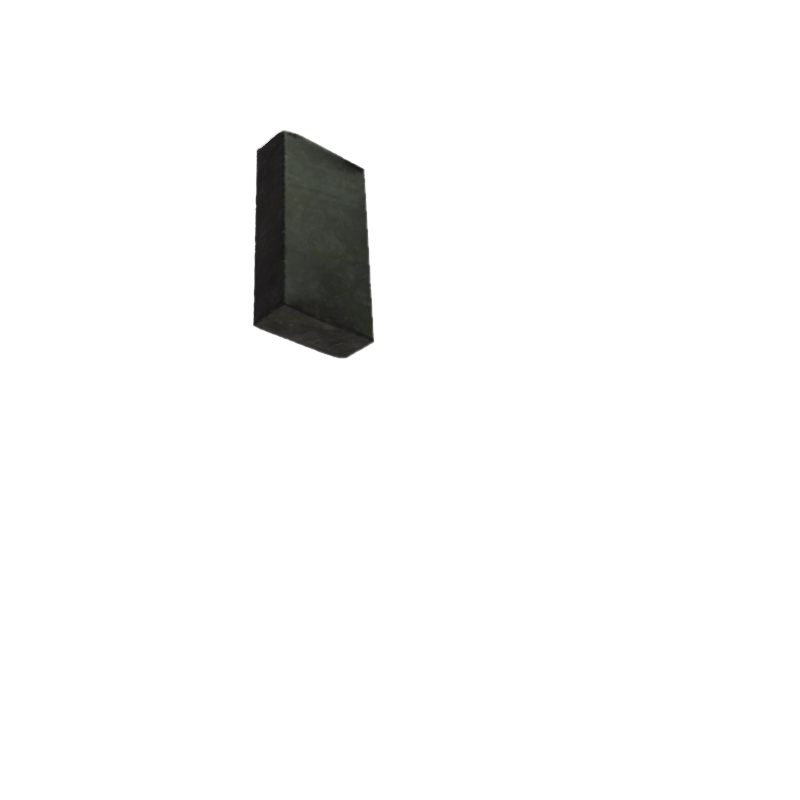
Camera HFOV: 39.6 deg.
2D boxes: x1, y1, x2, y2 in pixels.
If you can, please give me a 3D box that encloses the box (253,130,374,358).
[{"bbox_3d":[-0.070,-0.128,0.897,0.088,0.188,0.048,22,-38,-34],"label":"box"}]
